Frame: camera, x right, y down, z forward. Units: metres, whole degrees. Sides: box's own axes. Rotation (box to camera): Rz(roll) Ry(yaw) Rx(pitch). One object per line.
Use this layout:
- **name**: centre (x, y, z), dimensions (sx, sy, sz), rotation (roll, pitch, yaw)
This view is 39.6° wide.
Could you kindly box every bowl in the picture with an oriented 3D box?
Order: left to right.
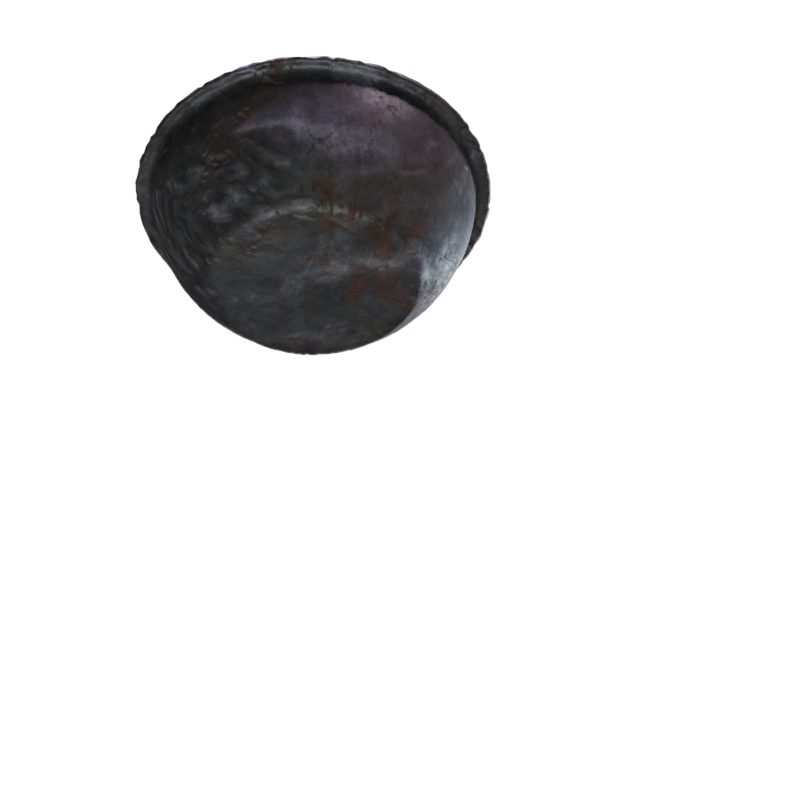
- **bowl**: centre (-0.038, -0.070, 0.489), dimensions (0.162, 0.059, 0.151), rotation (1, -42, -1)
